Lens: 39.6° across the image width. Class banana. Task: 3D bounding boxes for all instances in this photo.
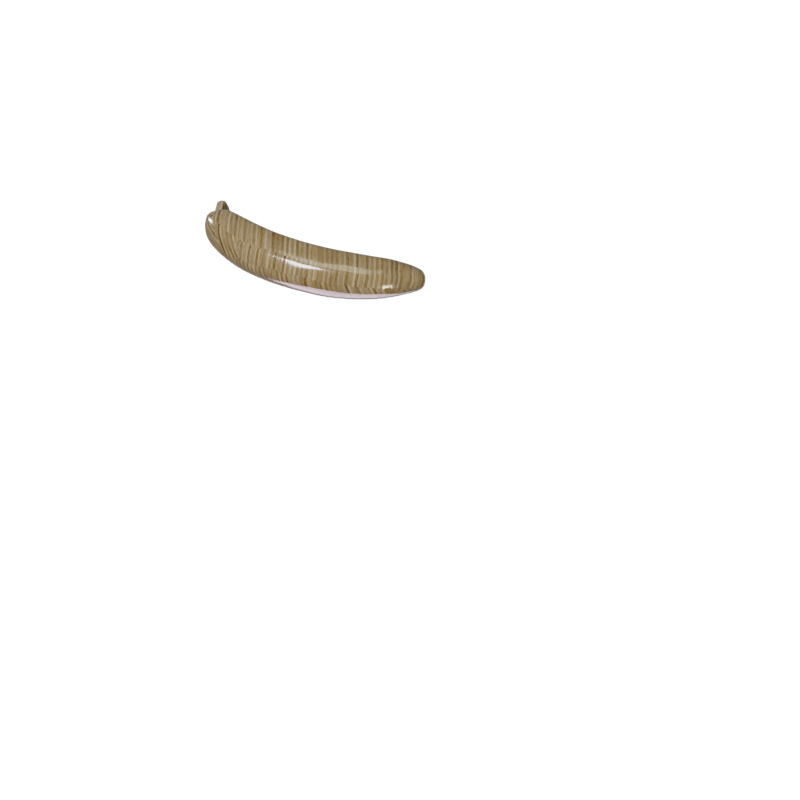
[{"bbox_3d":[-0.080,-0.114,0.856,0.207,0.034,0.071,24,47,24],"label":"banana"}]
